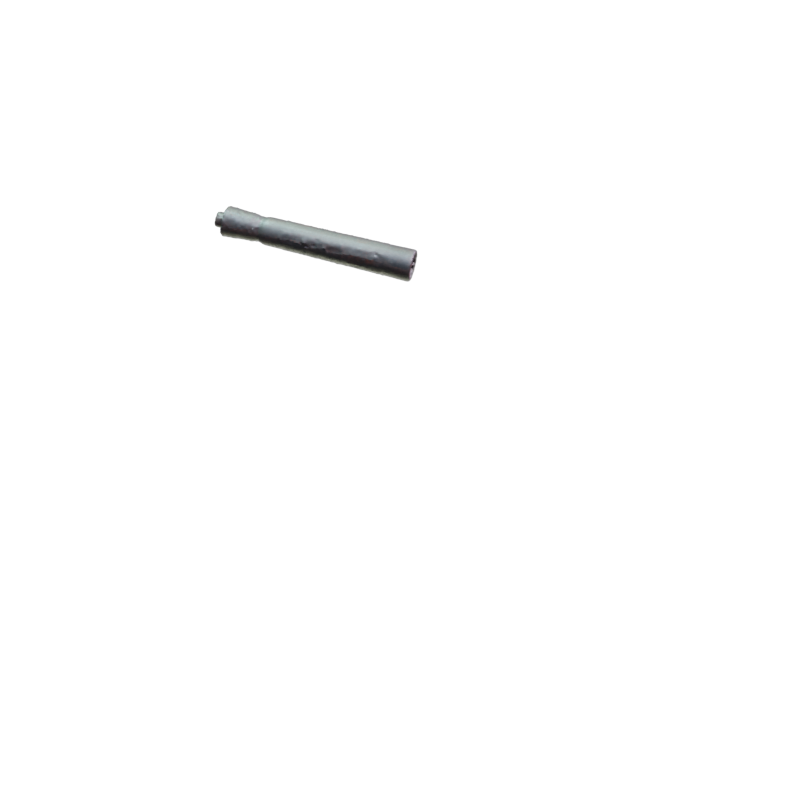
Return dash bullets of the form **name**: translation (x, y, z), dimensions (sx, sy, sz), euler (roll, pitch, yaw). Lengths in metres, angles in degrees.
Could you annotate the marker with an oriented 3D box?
- **marker**: translation (-0.051, -0.092, 0.648), dimensions (0.124, 0.020, 0.019), euler (15, 7, 13)
